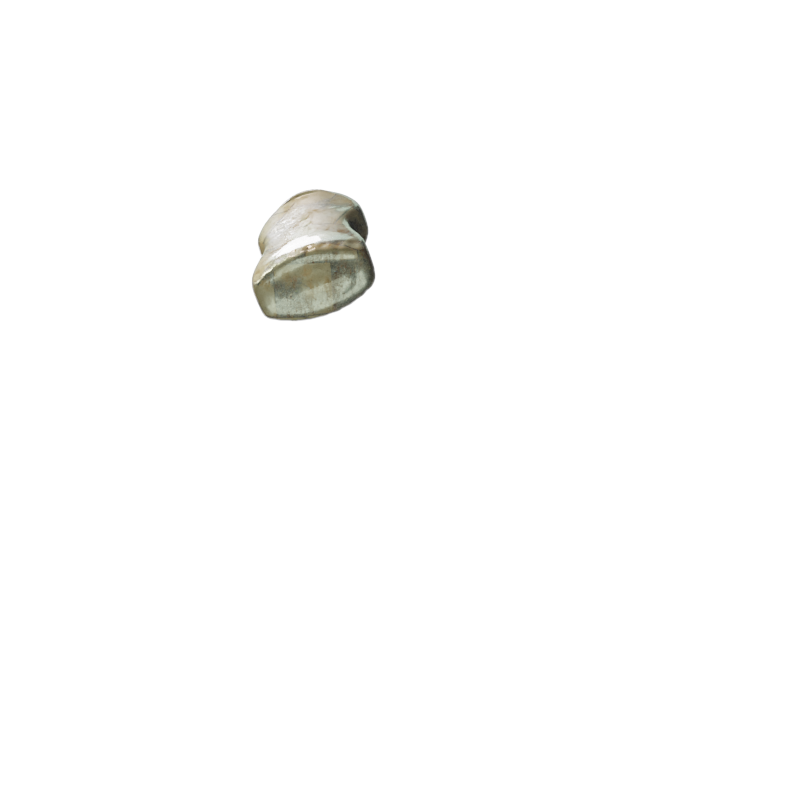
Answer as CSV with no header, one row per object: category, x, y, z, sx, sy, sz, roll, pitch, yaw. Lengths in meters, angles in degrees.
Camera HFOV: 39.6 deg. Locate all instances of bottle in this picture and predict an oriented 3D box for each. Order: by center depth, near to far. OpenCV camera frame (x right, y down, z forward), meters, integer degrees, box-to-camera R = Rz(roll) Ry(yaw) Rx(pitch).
bottle,-0.075,-0.136,0.953,0.096,0.055,0.203,-19,28,6
